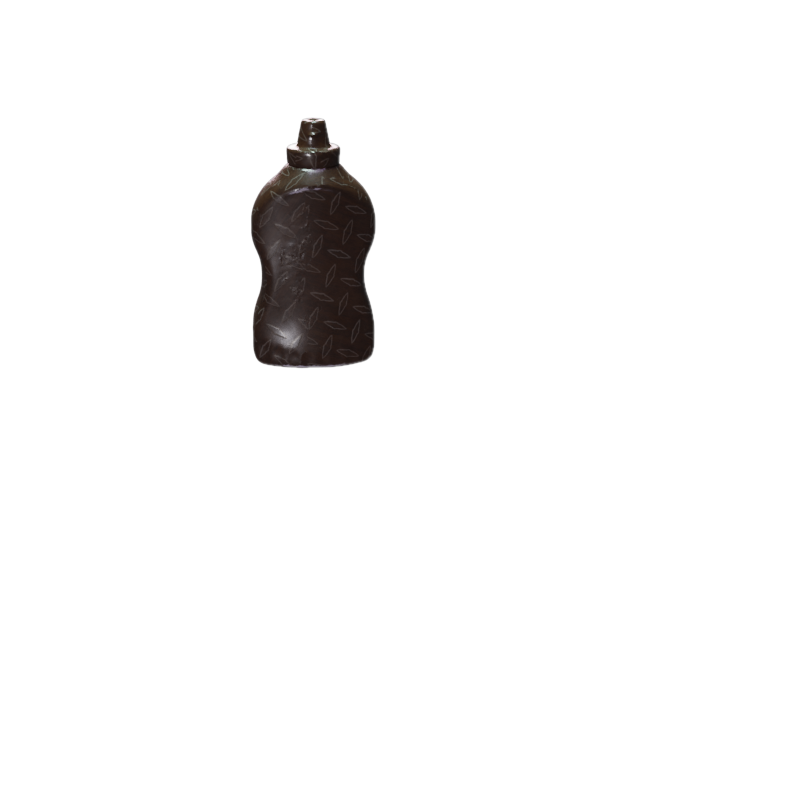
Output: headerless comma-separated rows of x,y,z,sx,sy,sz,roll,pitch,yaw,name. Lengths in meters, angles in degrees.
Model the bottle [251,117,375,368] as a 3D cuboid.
-0.067,-0.123,0.859,0.096,0.184,0.061,0,17,-4,bottle
